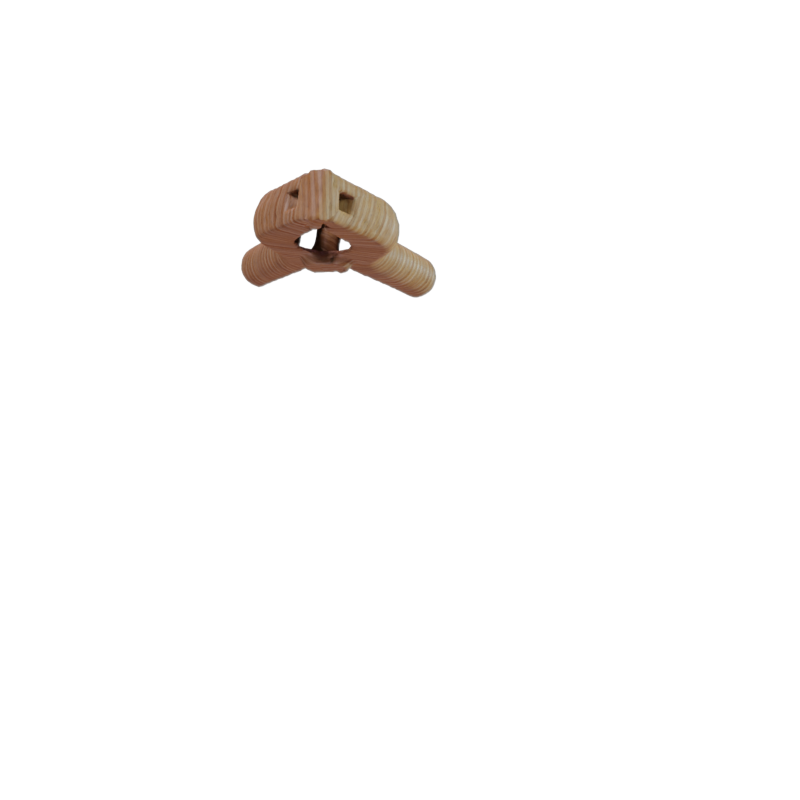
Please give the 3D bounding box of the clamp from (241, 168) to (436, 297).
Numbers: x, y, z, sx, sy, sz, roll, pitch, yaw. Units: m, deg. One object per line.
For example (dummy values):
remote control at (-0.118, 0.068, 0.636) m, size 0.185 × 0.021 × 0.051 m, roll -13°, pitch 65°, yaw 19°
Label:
clamp at (-0.049, -0.090, 0.631) m, size 0.122 × 0.041 × 0.163 m, roll -3°, pitch -13°, yaw 11°
